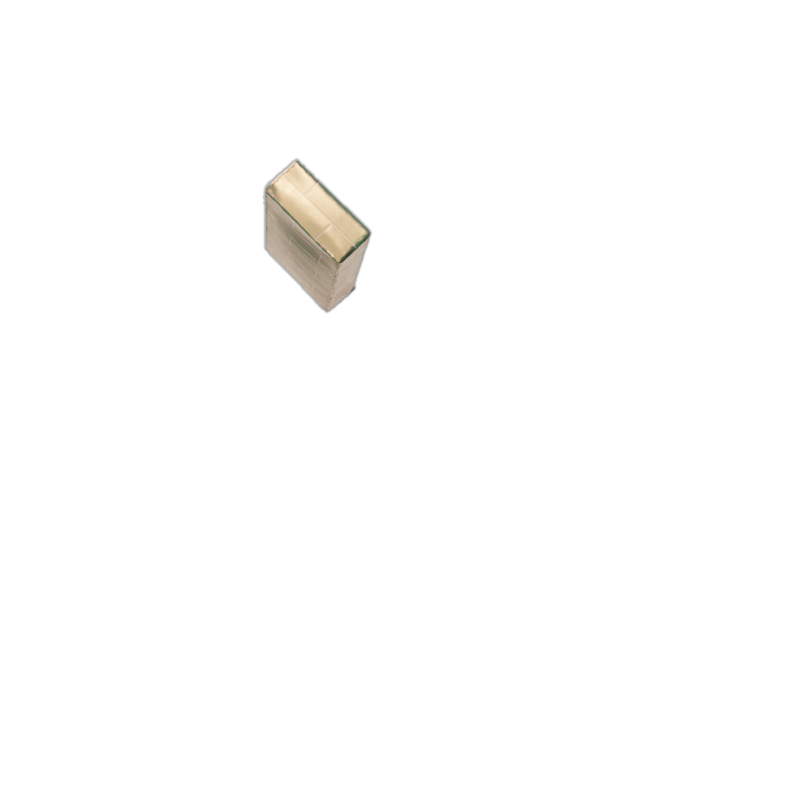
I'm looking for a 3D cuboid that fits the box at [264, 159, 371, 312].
[{"bbox_3d":[-0.079,-0.143,0.999,0.048,0.095,0.171,-43,-5,-9],"label":"box"}]
